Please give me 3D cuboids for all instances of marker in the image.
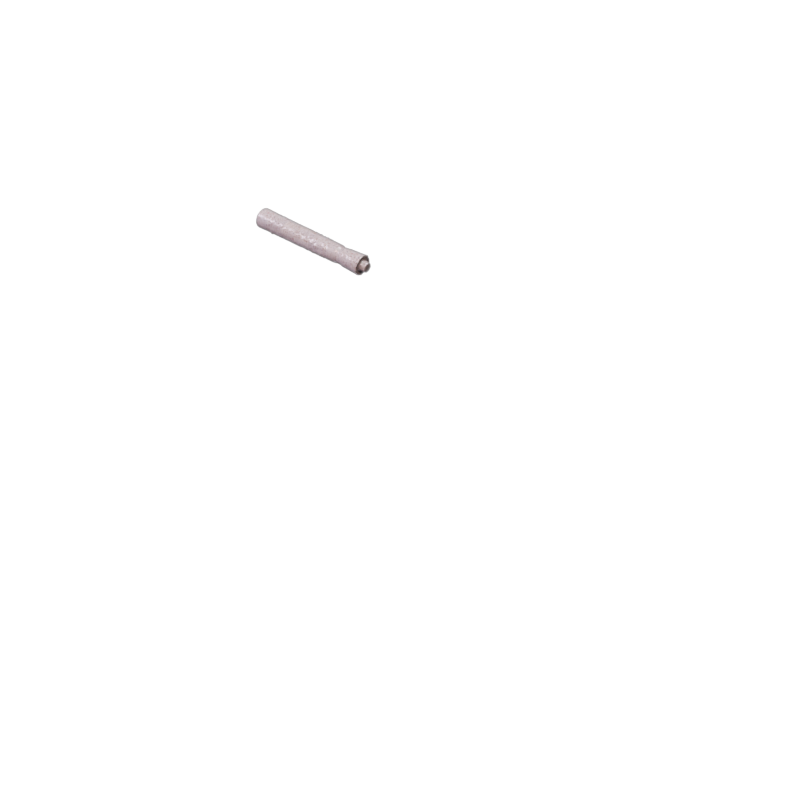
[{"bbox_3d":[-0.076,-0.138,0.965,0.128,0.019,0.019,29,19,31],"label":"marker"}]
